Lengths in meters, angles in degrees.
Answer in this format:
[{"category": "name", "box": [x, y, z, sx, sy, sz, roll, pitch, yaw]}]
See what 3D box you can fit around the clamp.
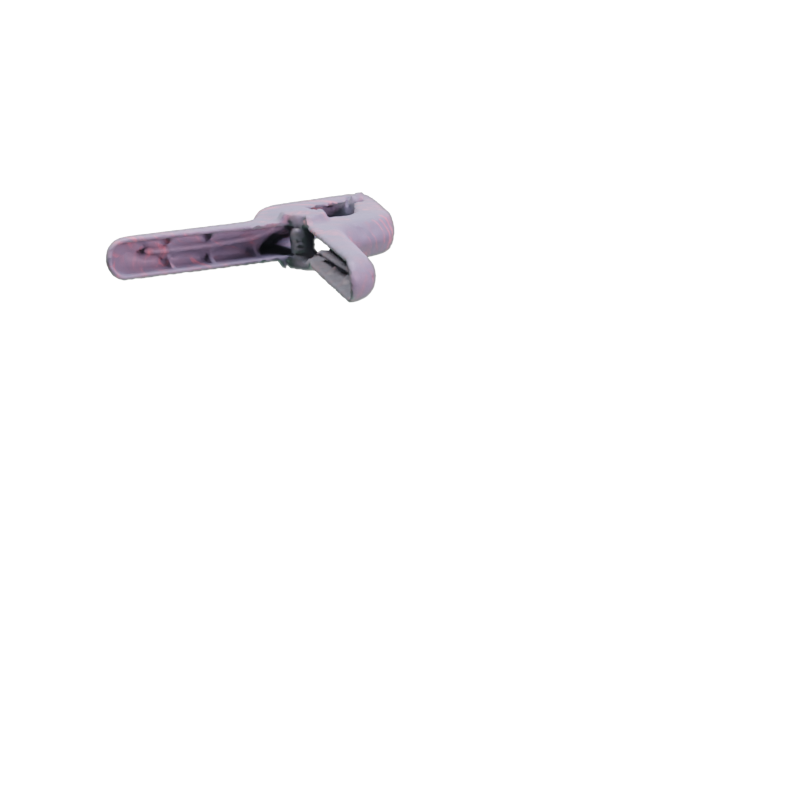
[{"category": "clamp", "box": [-0.054, -0.098, 0.686, 0.172, 0.035, 0.209, 10, 22, 27]}]
